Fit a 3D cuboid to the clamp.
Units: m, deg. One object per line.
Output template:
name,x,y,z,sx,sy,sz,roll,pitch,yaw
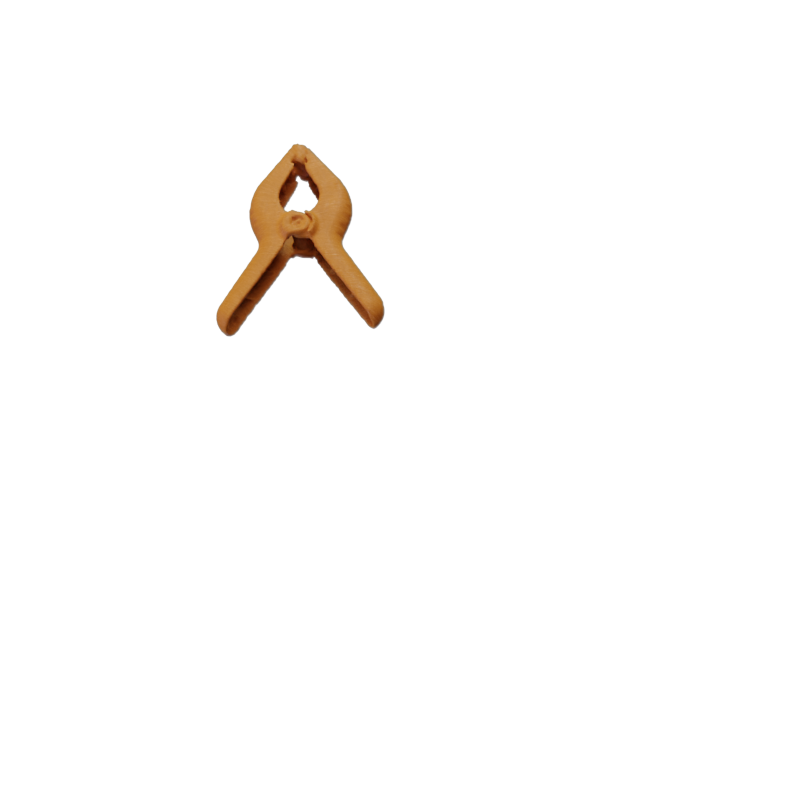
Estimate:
clamp,-0.065,-0.119,0.836,0.121,0.181,0.037,6,-30,3
